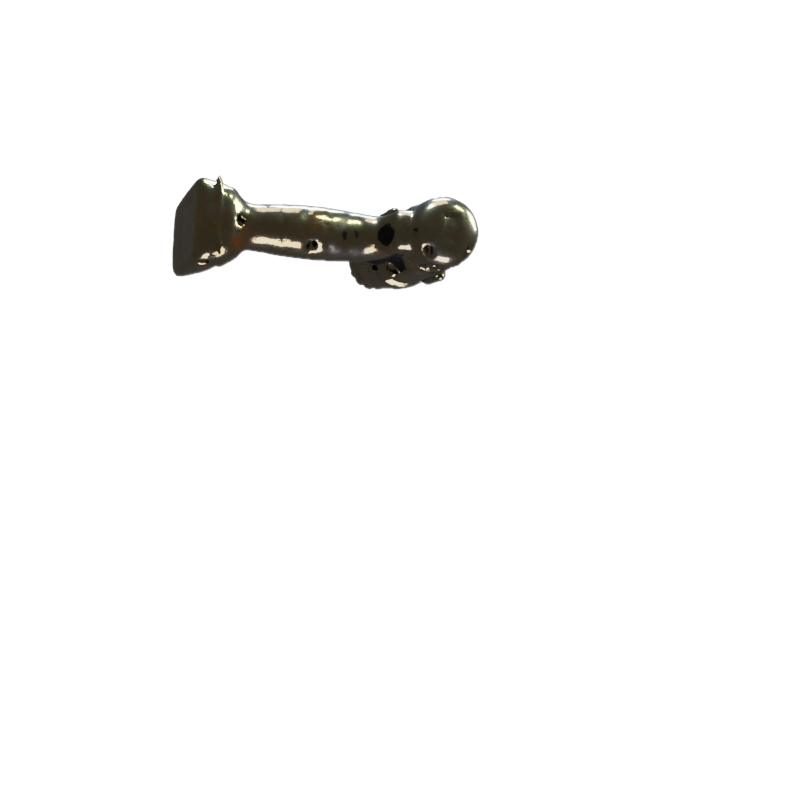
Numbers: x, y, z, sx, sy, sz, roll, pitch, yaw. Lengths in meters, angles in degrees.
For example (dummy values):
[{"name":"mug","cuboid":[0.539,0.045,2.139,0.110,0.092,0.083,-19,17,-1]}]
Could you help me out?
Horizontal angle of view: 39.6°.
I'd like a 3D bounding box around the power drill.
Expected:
[{"name":"power drill","cuboid":[-0.060,-0.110,0.770,0.184,0.058,0.185,1,-4,-17]}]
